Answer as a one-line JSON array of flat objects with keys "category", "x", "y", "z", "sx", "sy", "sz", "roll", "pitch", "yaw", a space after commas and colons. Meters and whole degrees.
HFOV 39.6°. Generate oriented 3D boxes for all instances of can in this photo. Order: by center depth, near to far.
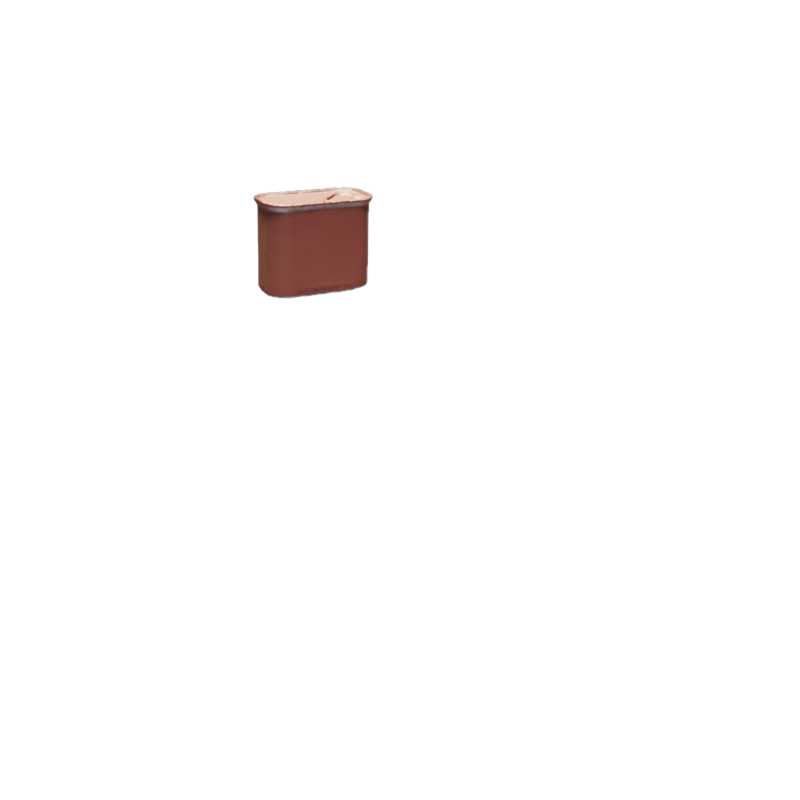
[{"category": "can", "x": -0.076, "y": -0.140, "z": 0.977, "sx": 0.100, "sy": 0.081, "sz": 0.061, "roll": -8, "pitch": 19, "yaw": -24}]
